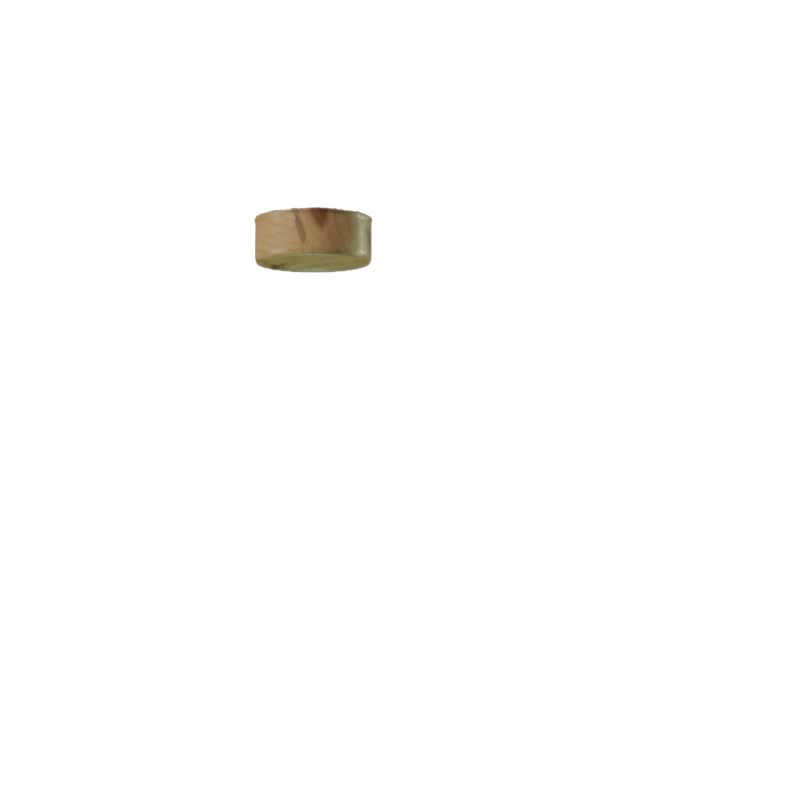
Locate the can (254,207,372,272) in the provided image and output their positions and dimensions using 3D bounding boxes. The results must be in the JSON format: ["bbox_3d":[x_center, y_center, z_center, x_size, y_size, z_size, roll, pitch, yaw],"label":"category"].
[{"bbox_3d":[-0.063,-0.115,0.803,0.086,0.034,0.085,0,-3,-2],"label":"can"}]
